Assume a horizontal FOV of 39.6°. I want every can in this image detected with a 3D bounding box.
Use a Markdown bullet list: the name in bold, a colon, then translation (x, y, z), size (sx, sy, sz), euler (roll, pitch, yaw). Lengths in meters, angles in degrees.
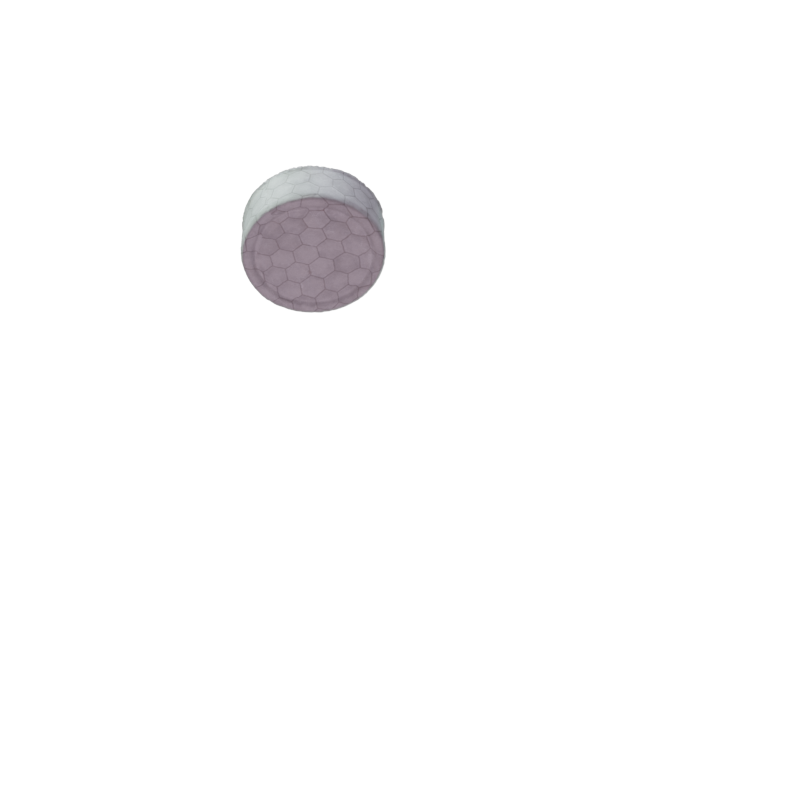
- **can**: translation (-0.051, -0.093, 0.655), size (0.086, 0.080, 0.036), euler (1, 39, -1)
